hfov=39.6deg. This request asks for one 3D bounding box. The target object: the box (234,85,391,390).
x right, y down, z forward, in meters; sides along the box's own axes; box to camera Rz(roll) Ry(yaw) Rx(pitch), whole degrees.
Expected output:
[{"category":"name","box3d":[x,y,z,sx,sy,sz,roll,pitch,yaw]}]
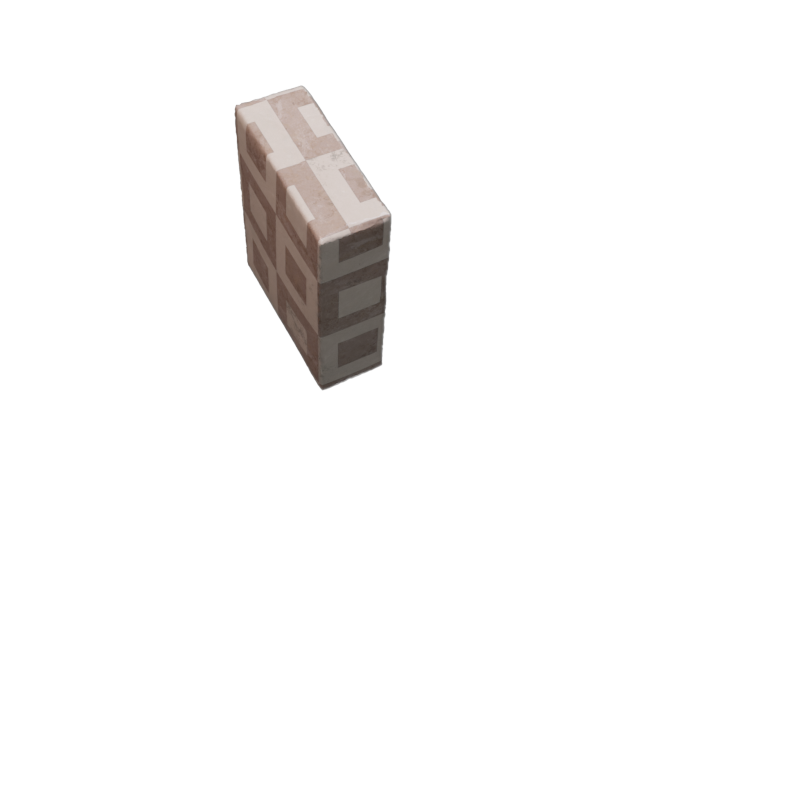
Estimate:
[{"category":"box","box3d":[-0.074,-0.136,0.951,0.071,0.176,0.200,-21,-31,-17]}]
